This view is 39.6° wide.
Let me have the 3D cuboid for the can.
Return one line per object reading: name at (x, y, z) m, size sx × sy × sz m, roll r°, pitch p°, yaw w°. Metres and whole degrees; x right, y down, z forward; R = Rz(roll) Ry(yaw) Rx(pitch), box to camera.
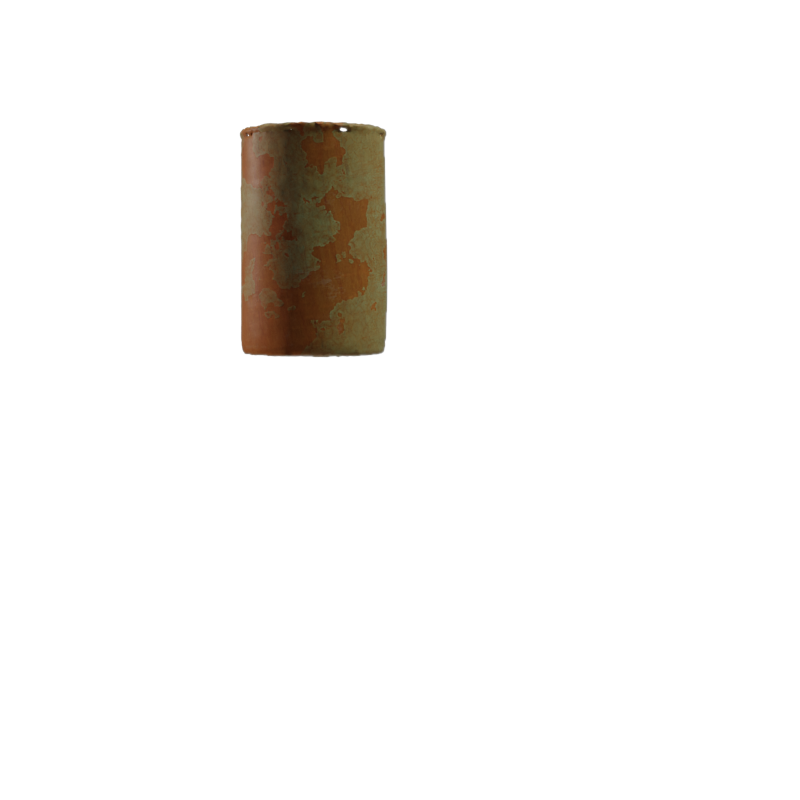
can at (-0.040, -0.073, 0.511) m, size 0.068 × 0.103 × 0.069 m, roll 0°, pitch 0°, yaw -2°
